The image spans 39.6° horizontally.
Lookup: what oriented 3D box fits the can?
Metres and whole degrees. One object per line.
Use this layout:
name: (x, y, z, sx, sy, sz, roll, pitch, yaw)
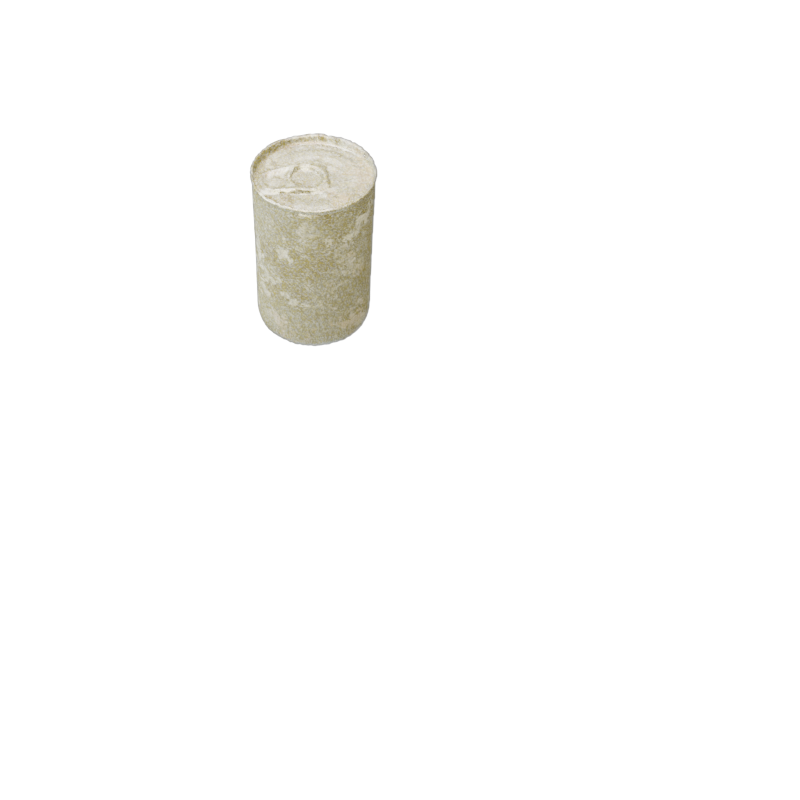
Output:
can: (-0.049, -0.089, 0.623, 0.068, 0.074, 0.095, 0, -45, -3)
